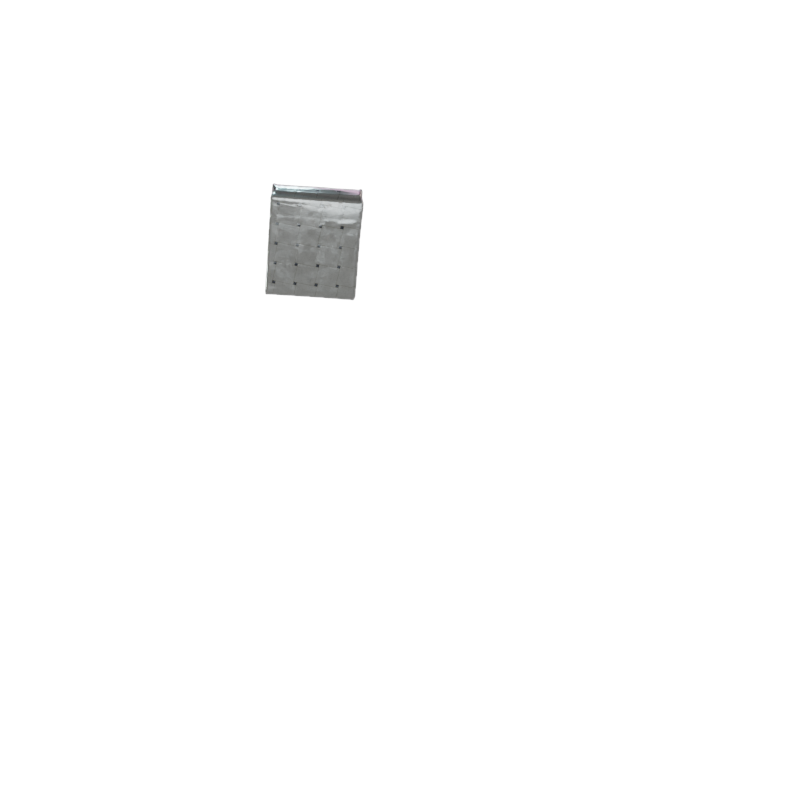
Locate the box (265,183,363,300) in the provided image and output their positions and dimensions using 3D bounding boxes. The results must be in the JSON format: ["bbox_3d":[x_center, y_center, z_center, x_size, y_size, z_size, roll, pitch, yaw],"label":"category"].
[{"bbox_3d":[-0.070,-0.127,0.889,0.073,0.085,0.032,4,25,-3],"label":"box"}]
